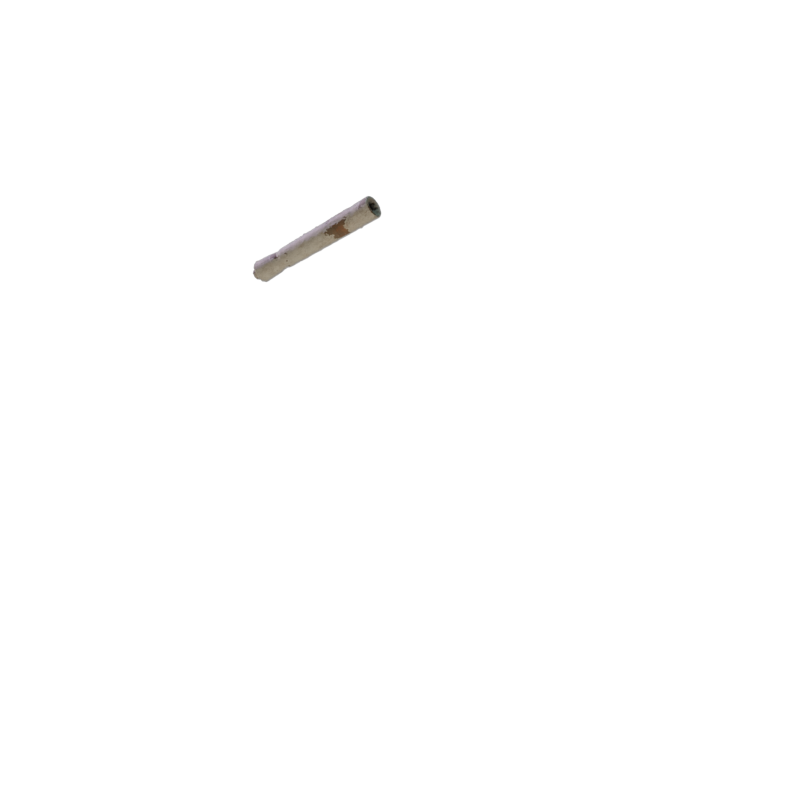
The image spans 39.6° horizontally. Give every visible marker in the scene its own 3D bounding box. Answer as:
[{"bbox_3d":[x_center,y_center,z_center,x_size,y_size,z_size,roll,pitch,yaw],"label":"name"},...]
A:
[{"bbox_3d":[-0.068,-0.123,0.864,0.121,0.020,0.019,-25,-9,29],"label":"marker"}]
